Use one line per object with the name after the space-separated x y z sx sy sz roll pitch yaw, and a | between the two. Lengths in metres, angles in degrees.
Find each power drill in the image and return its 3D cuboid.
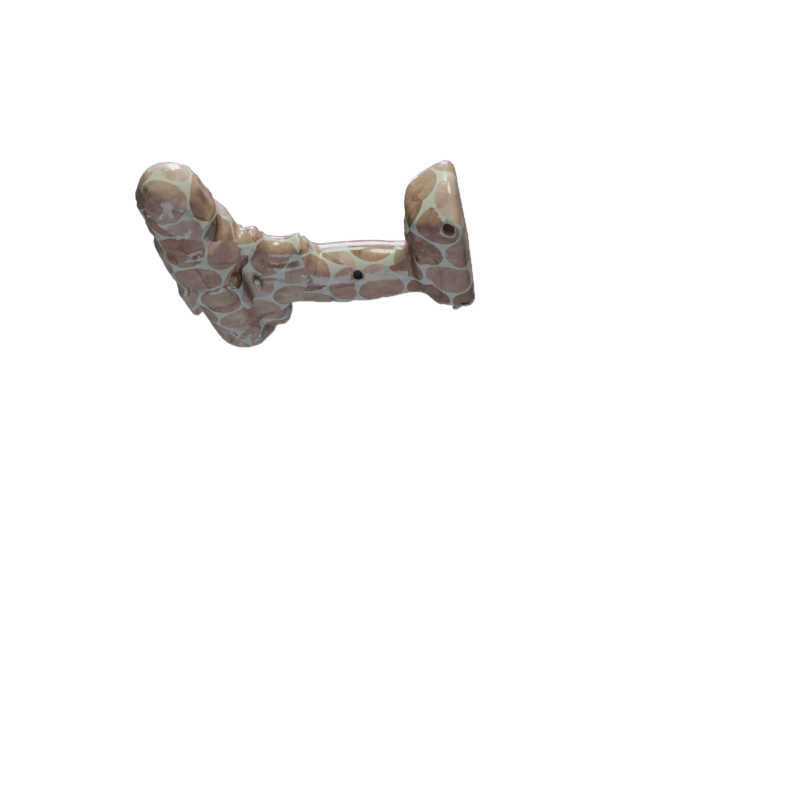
-0.054 -0.098 0.686 0.190 0.061 0.172 -5 -25 11 | power drill
